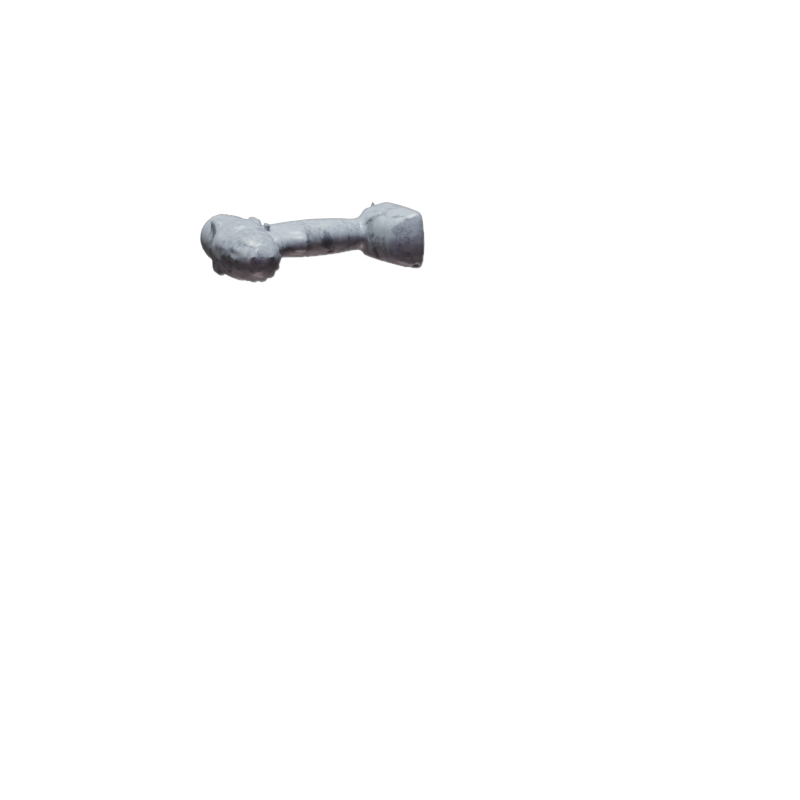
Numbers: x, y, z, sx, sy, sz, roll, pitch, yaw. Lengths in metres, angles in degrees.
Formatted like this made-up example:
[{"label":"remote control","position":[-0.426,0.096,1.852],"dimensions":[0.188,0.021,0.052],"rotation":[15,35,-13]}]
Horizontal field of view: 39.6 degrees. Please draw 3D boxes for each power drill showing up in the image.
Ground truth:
[{"label":"power drill","position":[-0.078,-0.142,0.992],"dimensions":[0.184,0.056,0.193],"rotation":[-5,16,-17]}]
